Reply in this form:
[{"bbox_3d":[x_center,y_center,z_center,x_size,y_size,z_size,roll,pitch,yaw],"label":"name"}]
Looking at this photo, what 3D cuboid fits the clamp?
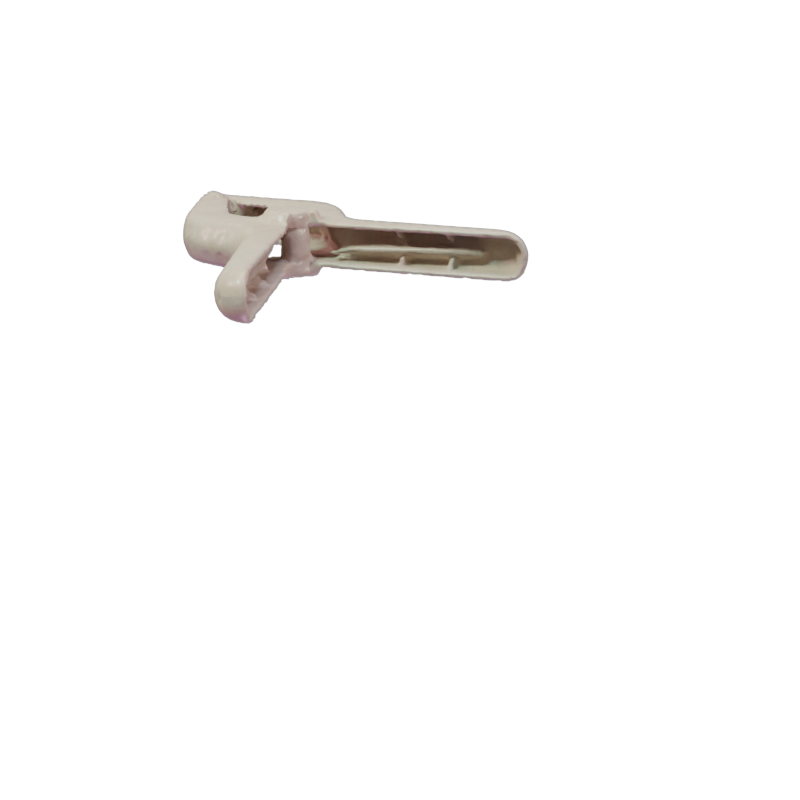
[{"bbox_3d":[-0.046,-0.084,0.592,0.161,0.035,0.222,-8,20,-23],"label":"clamp"}]
